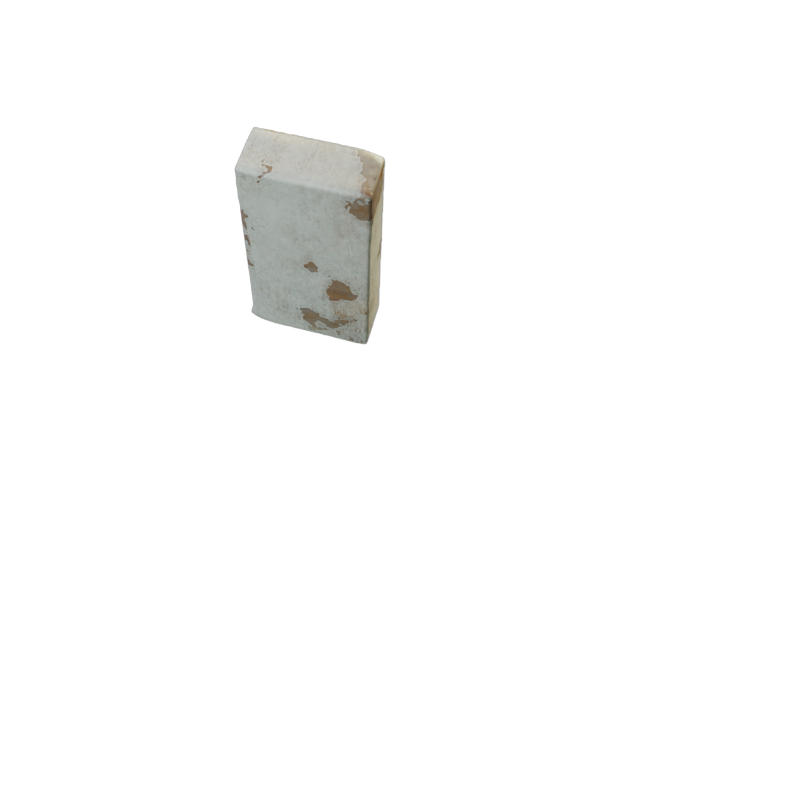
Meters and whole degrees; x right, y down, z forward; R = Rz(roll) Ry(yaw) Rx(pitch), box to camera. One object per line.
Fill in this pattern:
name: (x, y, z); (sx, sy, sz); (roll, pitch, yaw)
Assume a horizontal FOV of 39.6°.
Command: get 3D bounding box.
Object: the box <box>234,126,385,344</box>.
box: (-0.060, -0.111, 0.773); (0.095, 0.050, 0.165); (15, -33, 7)
